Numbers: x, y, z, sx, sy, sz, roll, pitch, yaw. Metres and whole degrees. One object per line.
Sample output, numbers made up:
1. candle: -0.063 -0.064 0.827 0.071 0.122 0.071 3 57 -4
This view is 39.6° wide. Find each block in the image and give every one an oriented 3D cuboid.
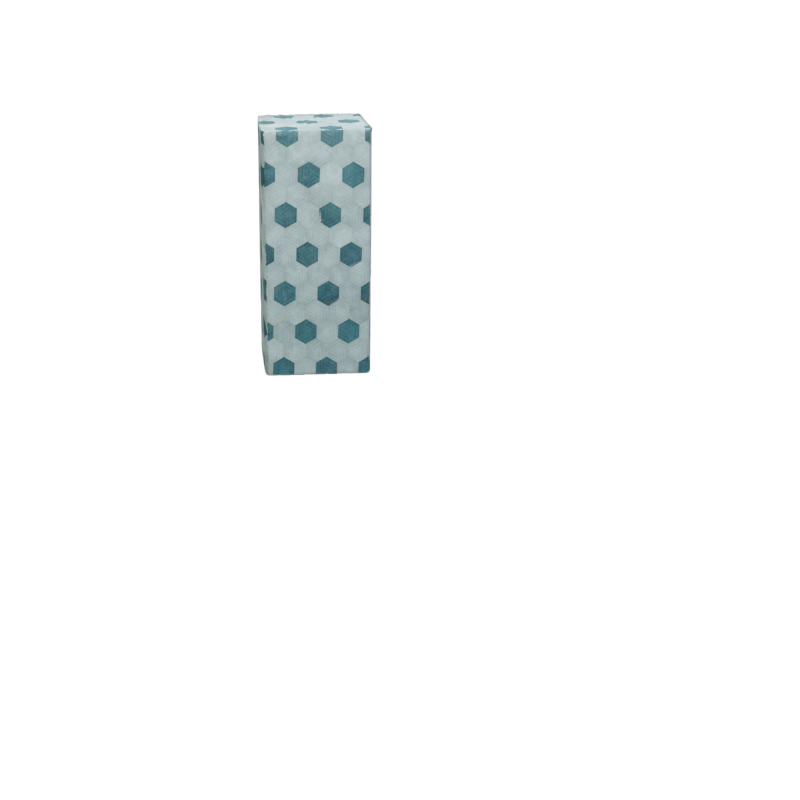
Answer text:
1. block: -0.074 -0.134 0.939 0.090 0.199 0.094 -1 17 -7
